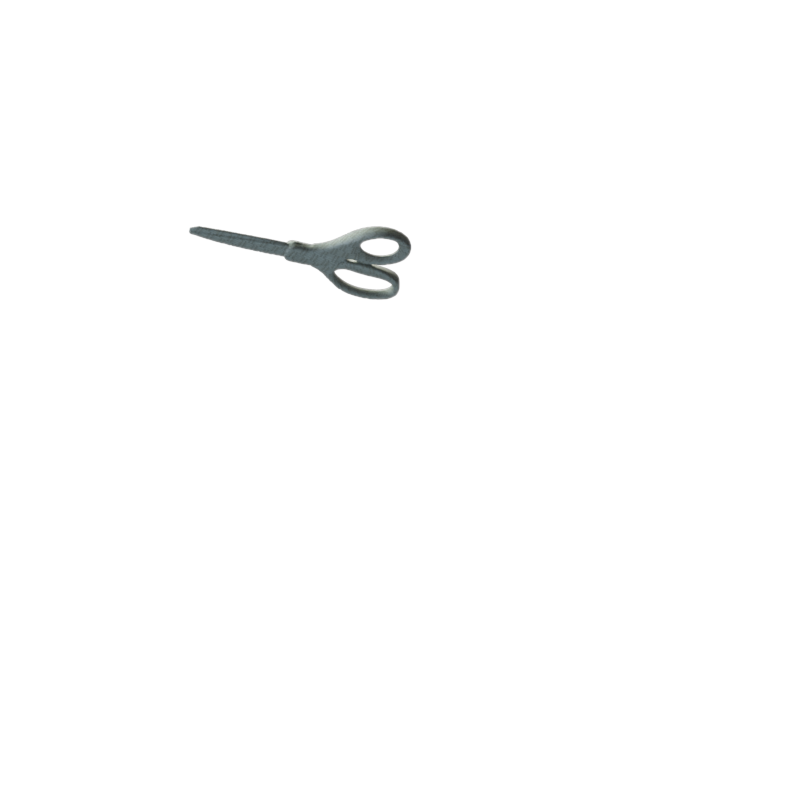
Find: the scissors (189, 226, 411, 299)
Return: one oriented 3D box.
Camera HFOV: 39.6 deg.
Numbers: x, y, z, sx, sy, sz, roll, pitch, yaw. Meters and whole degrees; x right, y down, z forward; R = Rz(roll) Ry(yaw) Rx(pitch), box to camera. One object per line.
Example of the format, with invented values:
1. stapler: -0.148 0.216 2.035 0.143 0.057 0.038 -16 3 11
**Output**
1. scissors: -0.077 -0.141 0.989 0.193 0.017 0.094 22 -44 -24
